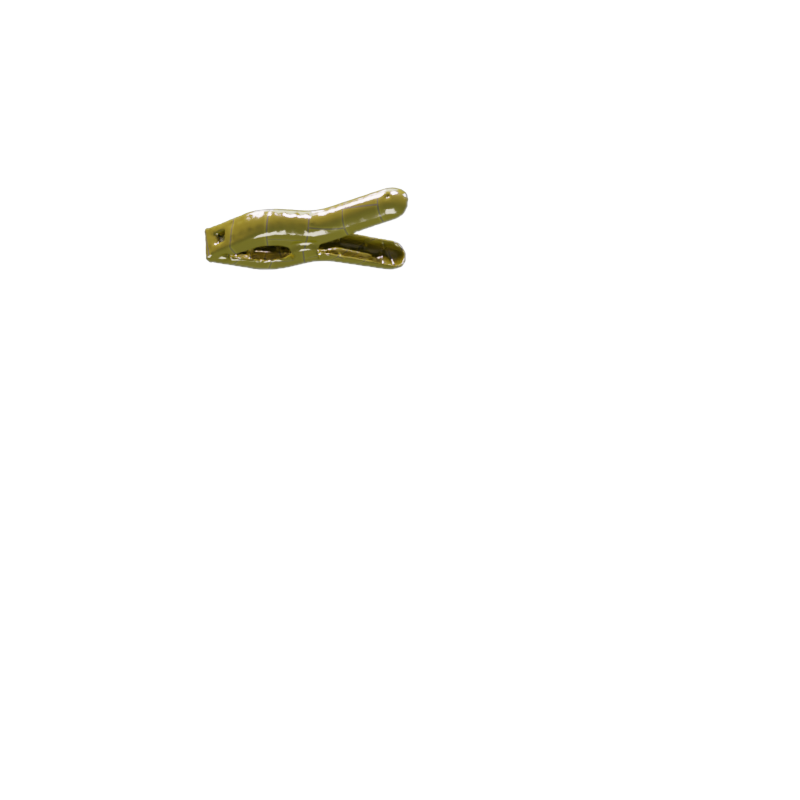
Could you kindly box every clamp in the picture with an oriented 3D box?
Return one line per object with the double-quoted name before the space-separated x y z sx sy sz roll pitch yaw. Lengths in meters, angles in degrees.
"clamp" -0.072 -0.131 0.915 0.173 0.042 0.112 -4 -25 10
